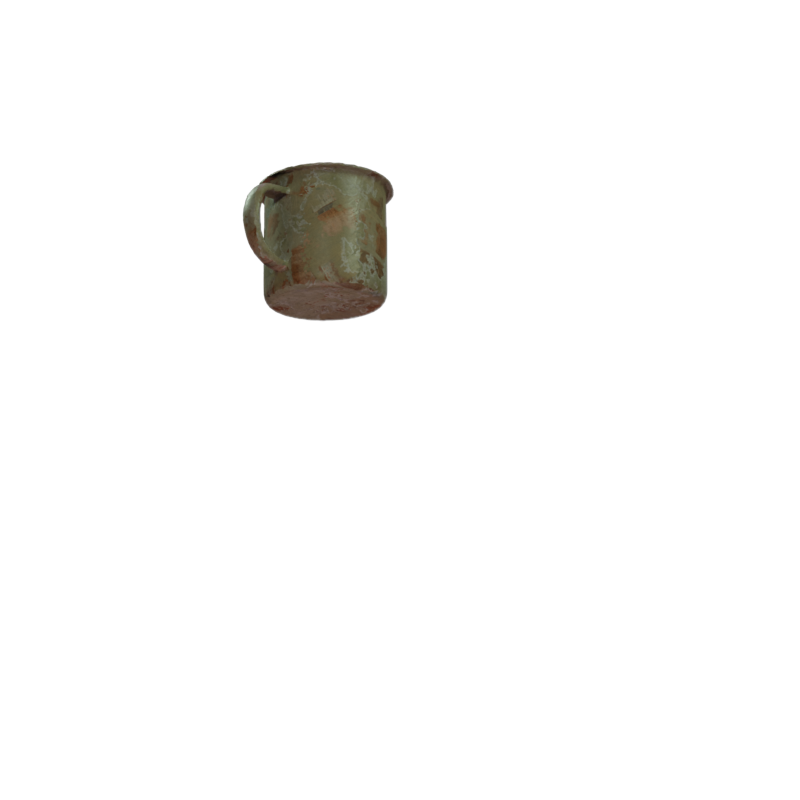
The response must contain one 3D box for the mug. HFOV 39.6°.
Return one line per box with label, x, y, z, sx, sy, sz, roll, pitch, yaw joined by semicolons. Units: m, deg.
mug;-0.057;-0.104;0.730;0.095;0.085;0.110;-14;-22;37
